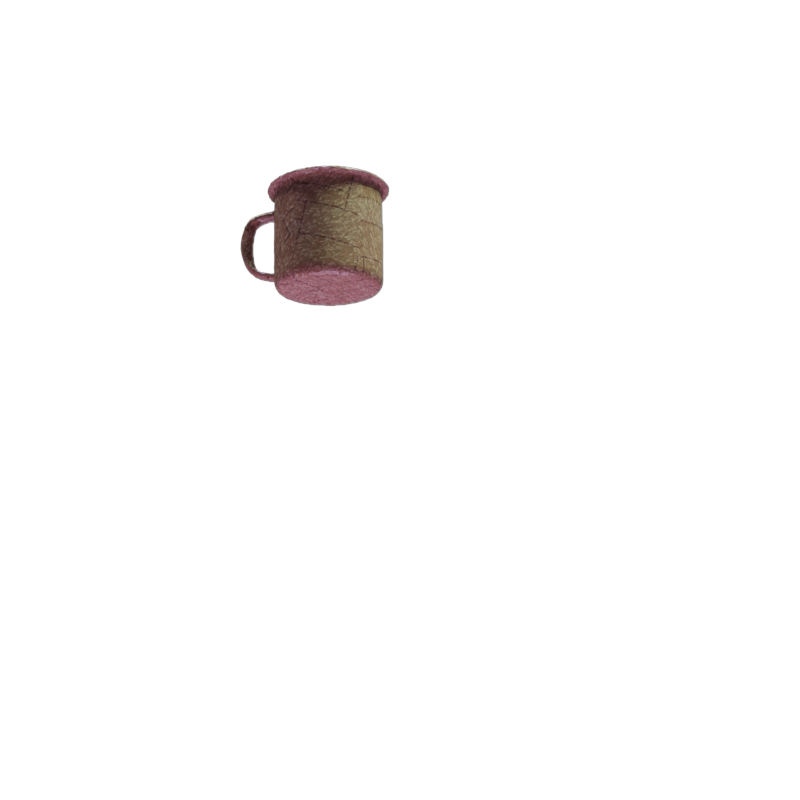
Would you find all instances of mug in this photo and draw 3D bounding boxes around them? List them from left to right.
[{"bbox_3d":[-0.065,-0.119,0.836,0.119,0.085,0.088,-5,-17,15],"label":"mug"}]
